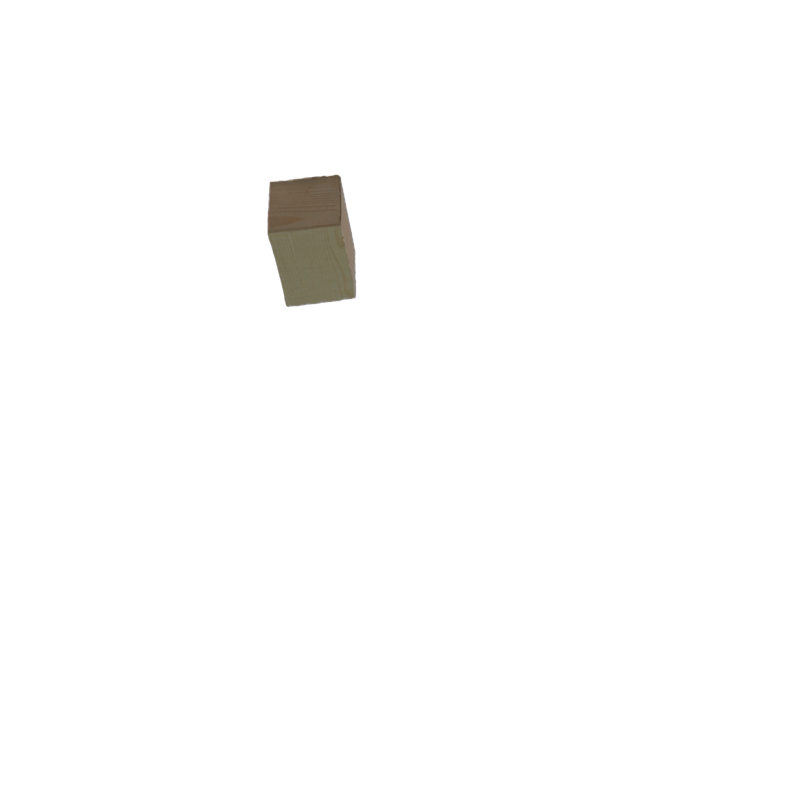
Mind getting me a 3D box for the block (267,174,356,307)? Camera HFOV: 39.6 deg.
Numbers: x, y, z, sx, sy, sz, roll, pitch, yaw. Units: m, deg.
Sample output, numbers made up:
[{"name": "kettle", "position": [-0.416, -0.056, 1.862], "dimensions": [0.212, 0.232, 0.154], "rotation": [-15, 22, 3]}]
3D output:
[{"name": "block", "position": [-0.061, -0.112, 0.784], "dimensions": [0.053, 0.055, 0.072], "rotation": [-5, -41, 4]}]
